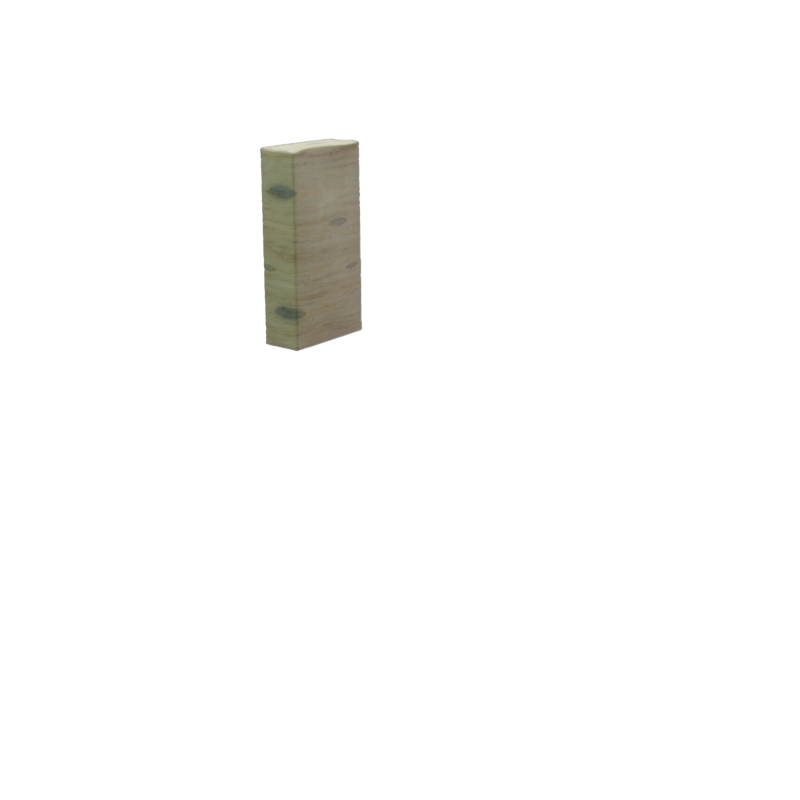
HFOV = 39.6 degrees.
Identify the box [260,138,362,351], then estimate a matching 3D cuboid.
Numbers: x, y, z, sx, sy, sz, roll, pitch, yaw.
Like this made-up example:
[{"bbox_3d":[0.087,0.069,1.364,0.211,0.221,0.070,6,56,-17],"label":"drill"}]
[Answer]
[{"bbox_3d":[-0.077,-0.141,0.986,0.050,0.171,0.092,11,18,37],"label":"box"}]
